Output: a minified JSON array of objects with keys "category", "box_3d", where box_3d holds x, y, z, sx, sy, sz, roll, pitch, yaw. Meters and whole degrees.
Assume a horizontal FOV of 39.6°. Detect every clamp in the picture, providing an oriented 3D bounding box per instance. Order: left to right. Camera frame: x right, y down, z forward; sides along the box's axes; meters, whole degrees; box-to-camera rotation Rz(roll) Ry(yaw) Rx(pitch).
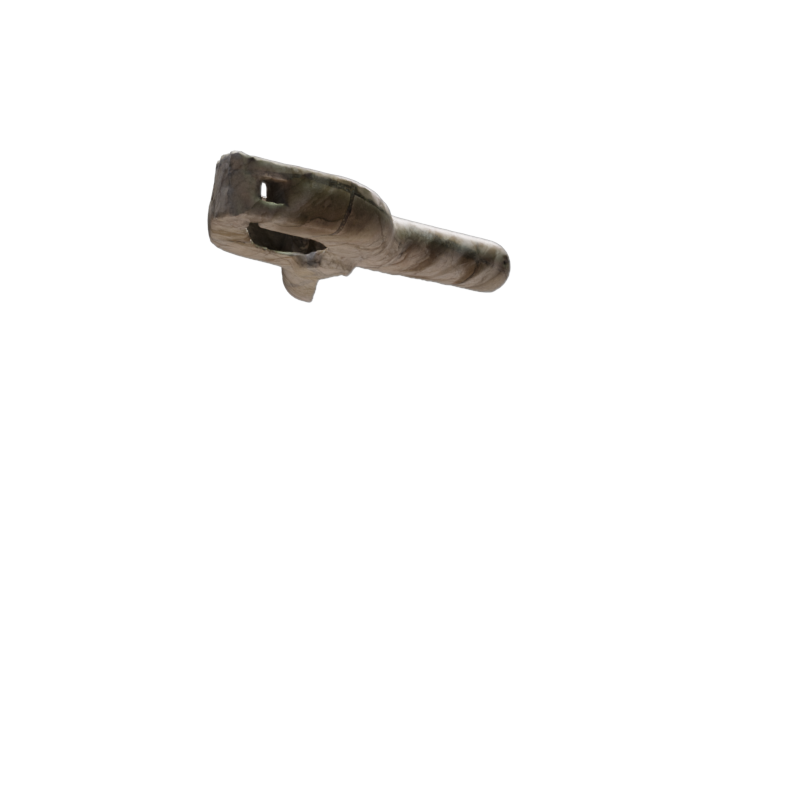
[{"category":"clamp","box_3d":[-0.040,-0.072,0.505,0.123,0.041,0.161,-9,-16,34]}]
